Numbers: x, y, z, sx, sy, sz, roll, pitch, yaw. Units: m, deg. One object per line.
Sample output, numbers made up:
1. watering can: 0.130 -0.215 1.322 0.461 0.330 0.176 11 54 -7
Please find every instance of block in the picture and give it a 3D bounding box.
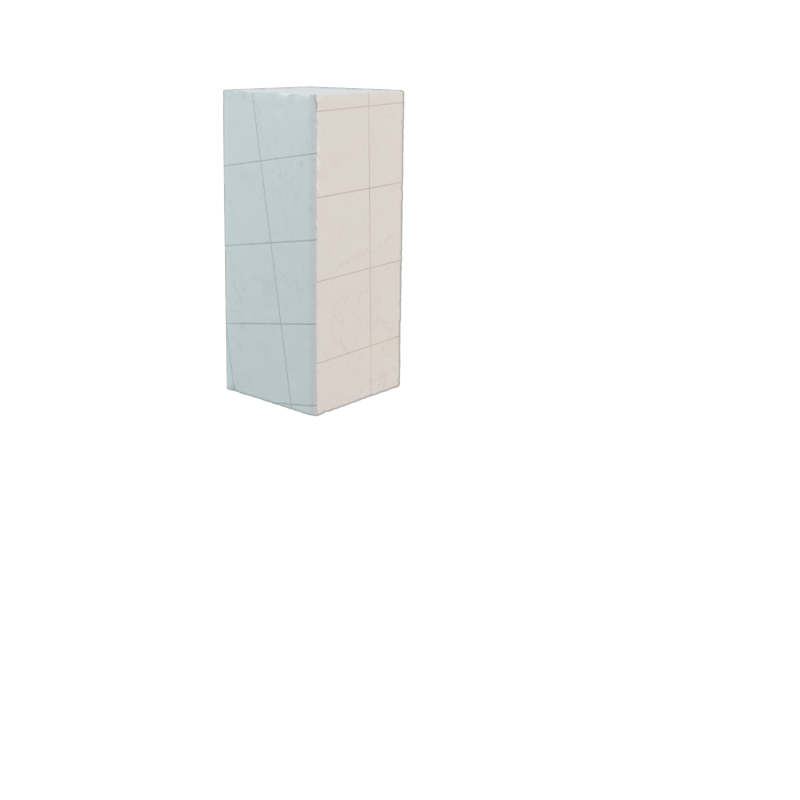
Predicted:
1. block: -0.059 -0.108 0.755 0.095 0.201 0.089 11 16 39
